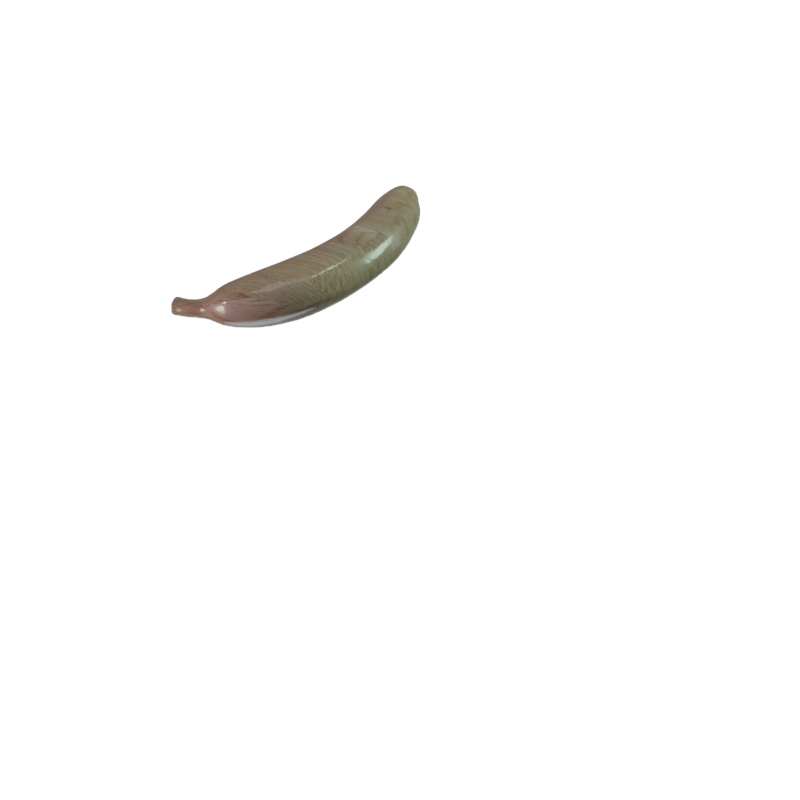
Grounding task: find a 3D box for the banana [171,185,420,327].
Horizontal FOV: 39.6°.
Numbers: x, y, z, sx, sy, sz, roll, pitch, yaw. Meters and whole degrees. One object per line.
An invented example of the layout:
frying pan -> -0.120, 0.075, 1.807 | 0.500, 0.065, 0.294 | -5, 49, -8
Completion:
banana -> -0.046, -0.091, 0.702 | 0.197, 0.034, 0.075 | -30, 48, -31
